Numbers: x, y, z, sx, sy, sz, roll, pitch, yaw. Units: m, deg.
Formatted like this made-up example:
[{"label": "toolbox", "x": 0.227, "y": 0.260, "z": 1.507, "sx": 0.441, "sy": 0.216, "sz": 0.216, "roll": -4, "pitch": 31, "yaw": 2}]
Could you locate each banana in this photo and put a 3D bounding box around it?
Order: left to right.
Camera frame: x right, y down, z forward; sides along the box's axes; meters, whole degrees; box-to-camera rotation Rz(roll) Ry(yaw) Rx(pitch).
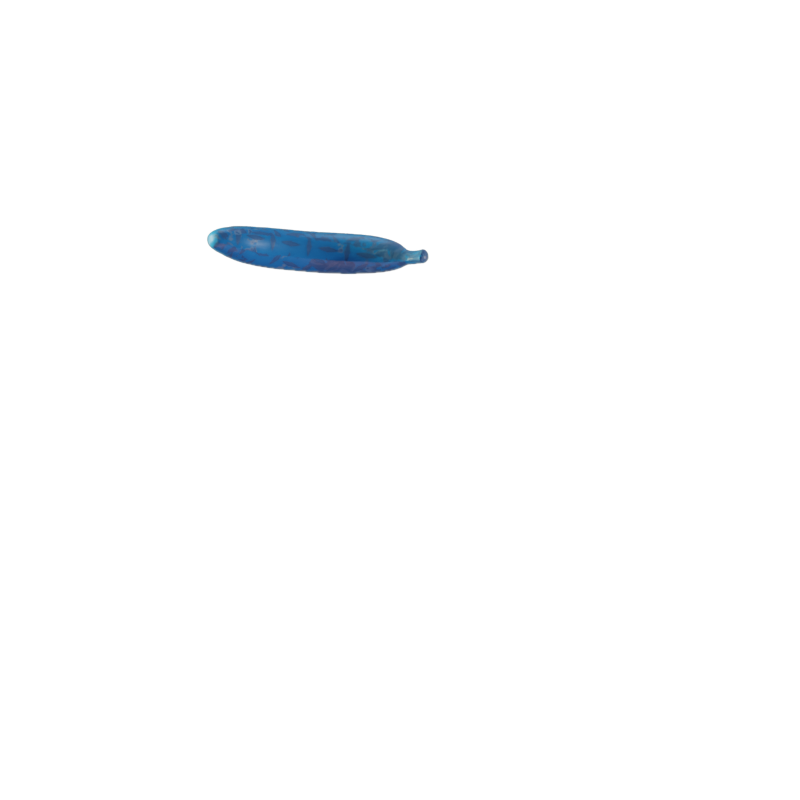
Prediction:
[{"label": "banana", "x": -0.078, "y": -0.138, "z": 1.008, "sx": 0.195, "sy": 0.038, "sz": 0.068, "roll": 2, "pitch": -11, "yaw": -10}]
